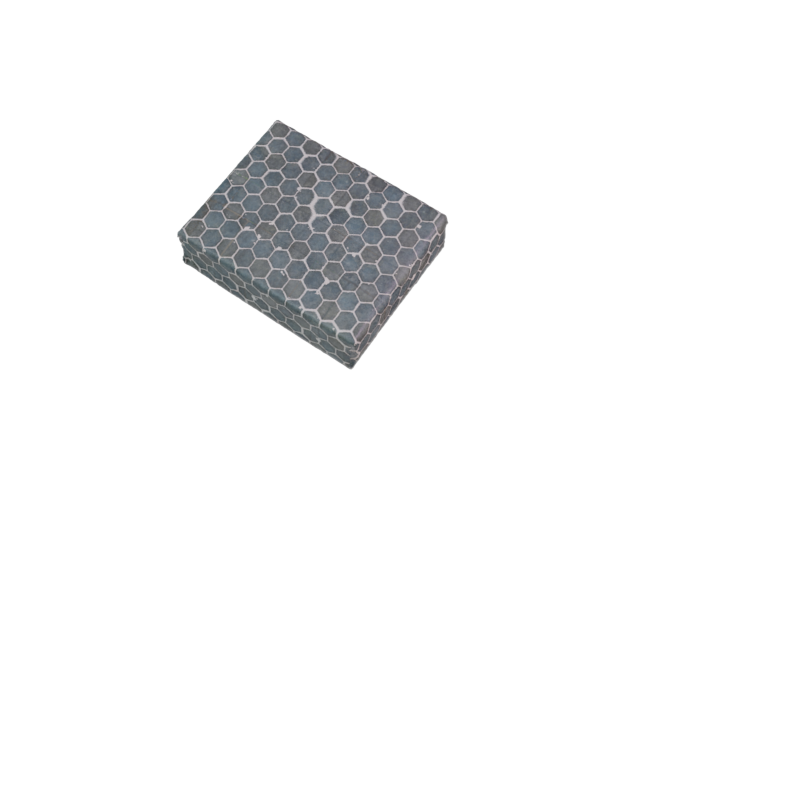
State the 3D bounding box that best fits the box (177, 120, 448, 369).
[{"bbox_3d":[-0.046,-0.083,0.584,0.118,0.092,0.036,30,-26,16],"label":"box"}]
